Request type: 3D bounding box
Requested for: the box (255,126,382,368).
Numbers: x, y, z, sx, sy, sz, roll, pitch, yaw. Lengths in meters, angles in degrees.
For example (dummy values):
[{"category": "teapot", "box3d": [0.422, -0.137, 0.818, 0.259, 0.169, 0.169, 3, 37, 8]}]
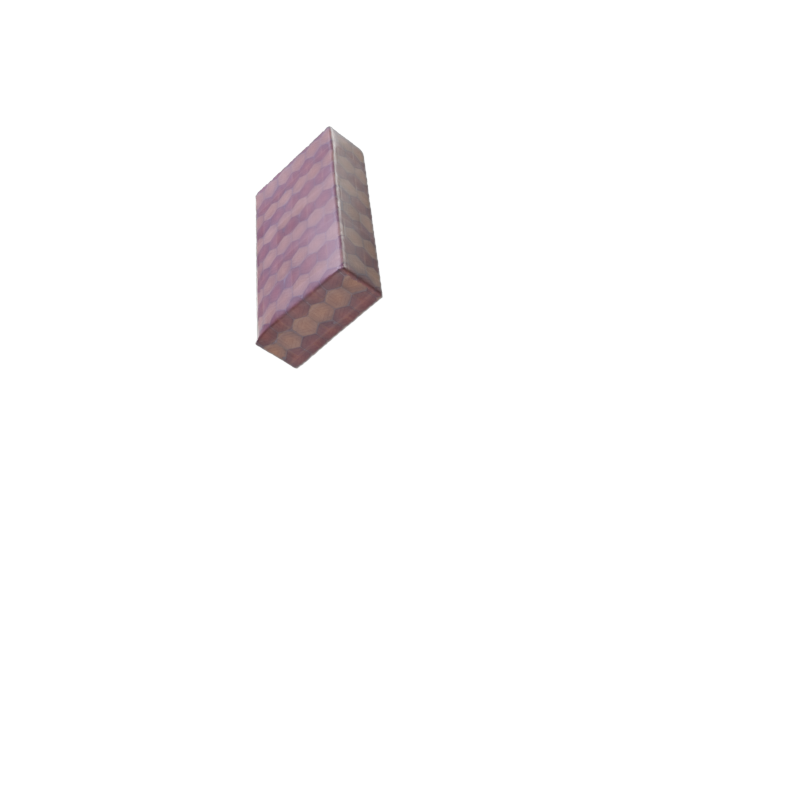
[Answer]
[{"category": "box", "box3d": [-0.064, -0.117, 0.823, 0.045, 0.189, 0.092, 35, -59, -30]}]
